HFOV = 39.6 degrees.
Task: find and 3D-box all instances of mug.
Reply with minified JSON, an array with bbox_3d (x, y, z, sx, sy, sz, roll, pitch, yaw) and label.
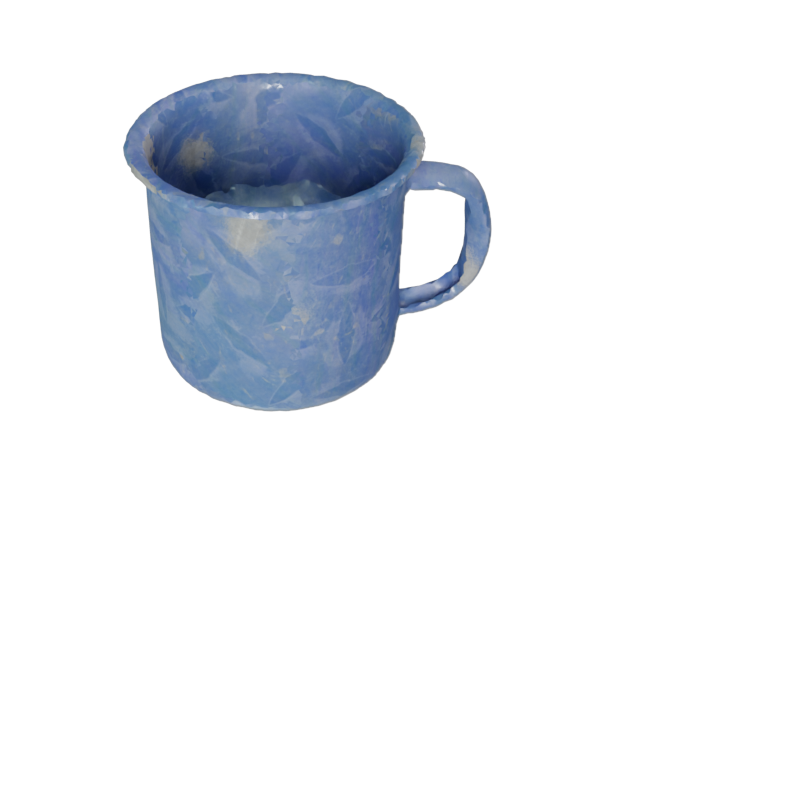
[{"bbox_3d":[-0.029,-0.052,0.366,0.116,0.076,0.100,-3,38,-6],"label":"mug"}]
